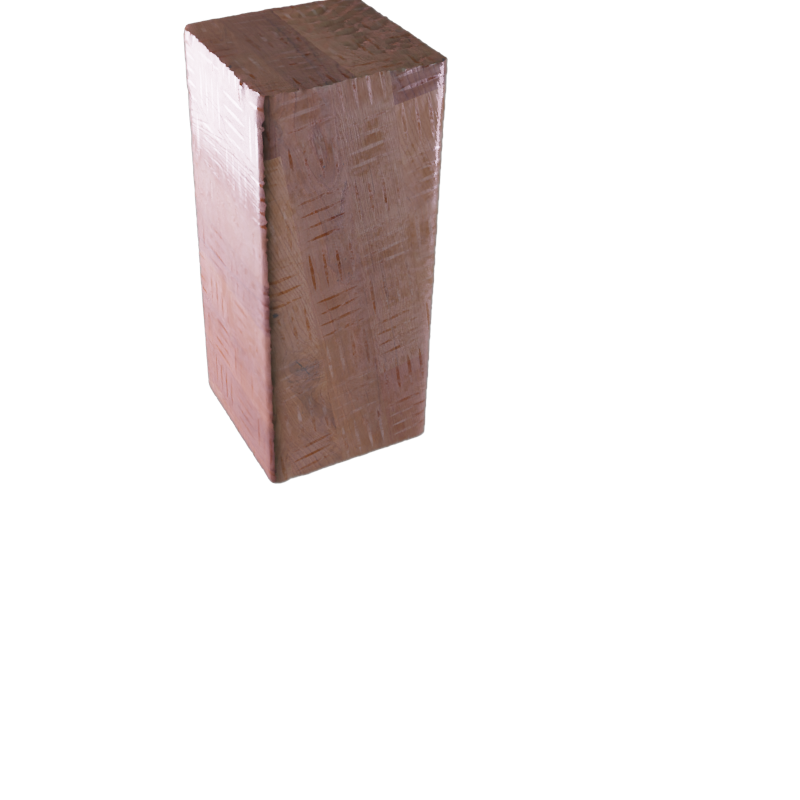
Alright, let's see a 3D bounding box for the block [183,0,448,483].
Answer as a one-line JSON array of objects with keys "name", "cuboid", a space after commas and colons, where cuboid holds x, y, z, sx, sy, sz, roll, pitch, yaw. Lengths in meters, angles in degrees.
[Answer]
[{"name": "block", "cuboid": [-0.042, -0.076, 0.533, 0.089, 0.193, 0.098, -16, 39, -24]}]
